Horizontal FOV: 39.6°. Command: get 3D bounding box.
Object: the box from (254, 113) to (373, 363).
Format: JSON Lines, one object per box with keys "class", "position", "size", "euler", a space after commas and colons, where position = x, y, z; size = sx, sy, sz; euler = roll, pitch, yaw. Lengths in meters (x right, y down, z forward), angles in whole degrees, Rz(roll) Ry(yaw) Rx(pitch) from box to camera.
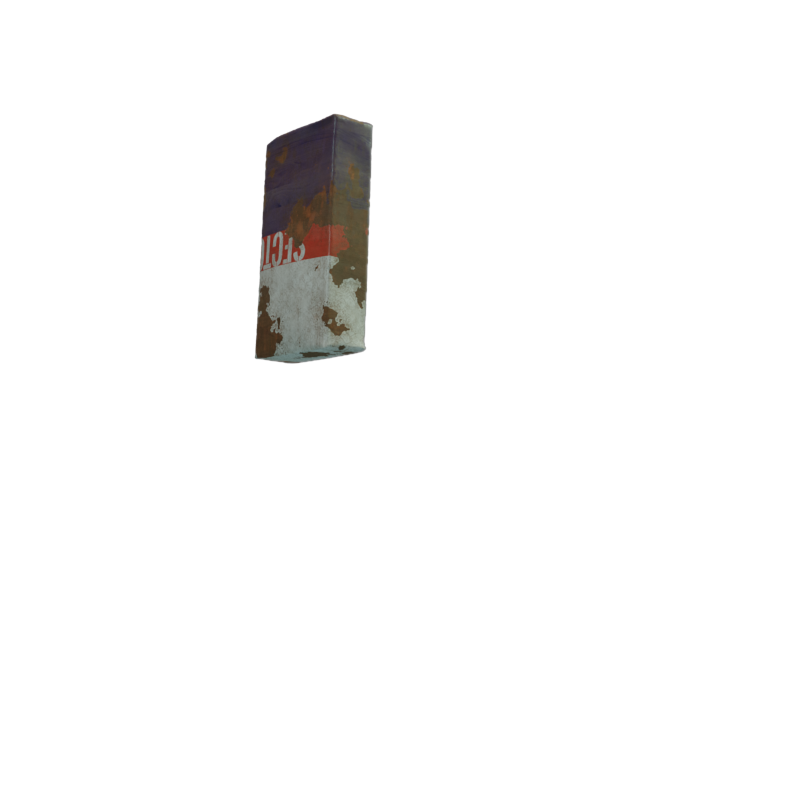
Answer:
{"class": "box", "position": [-0.066, -0.120, 0.842], "size": [0.046, 0.181, 0.095], "euler": [9, -14, -39]}
